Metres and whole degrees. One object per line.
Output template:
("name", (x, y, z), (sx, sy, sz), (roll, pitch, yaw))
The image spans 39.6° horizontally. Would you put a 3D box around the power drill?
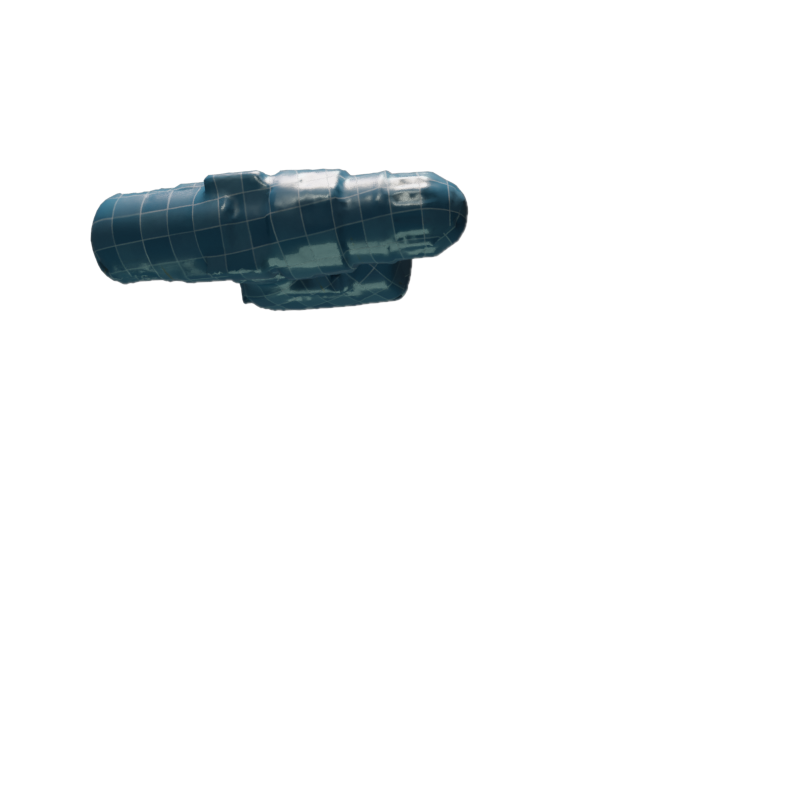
("power drill", (-0.047, -0.085, 0.595), (0.188, 0.058, 0.182), (0, -2, 13))
